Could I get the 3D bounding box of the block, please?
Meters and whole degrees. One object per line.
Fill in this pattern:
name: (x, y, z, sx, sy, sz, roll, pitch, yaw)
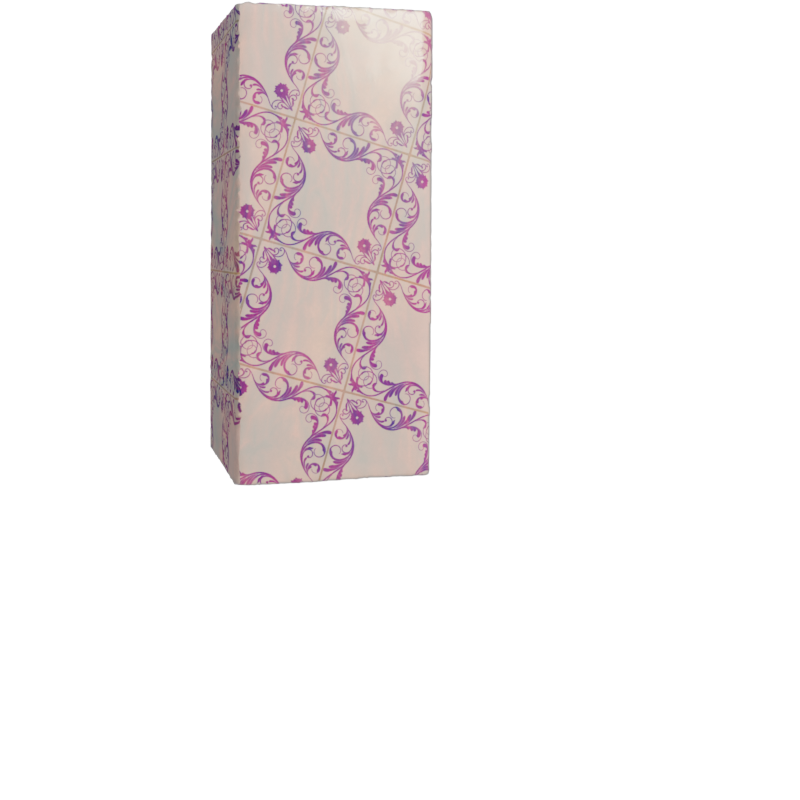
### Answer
block: (-0.040, -0.074, 0.521, 0.088, 0.205, 0.093, -1, 2, -16)
